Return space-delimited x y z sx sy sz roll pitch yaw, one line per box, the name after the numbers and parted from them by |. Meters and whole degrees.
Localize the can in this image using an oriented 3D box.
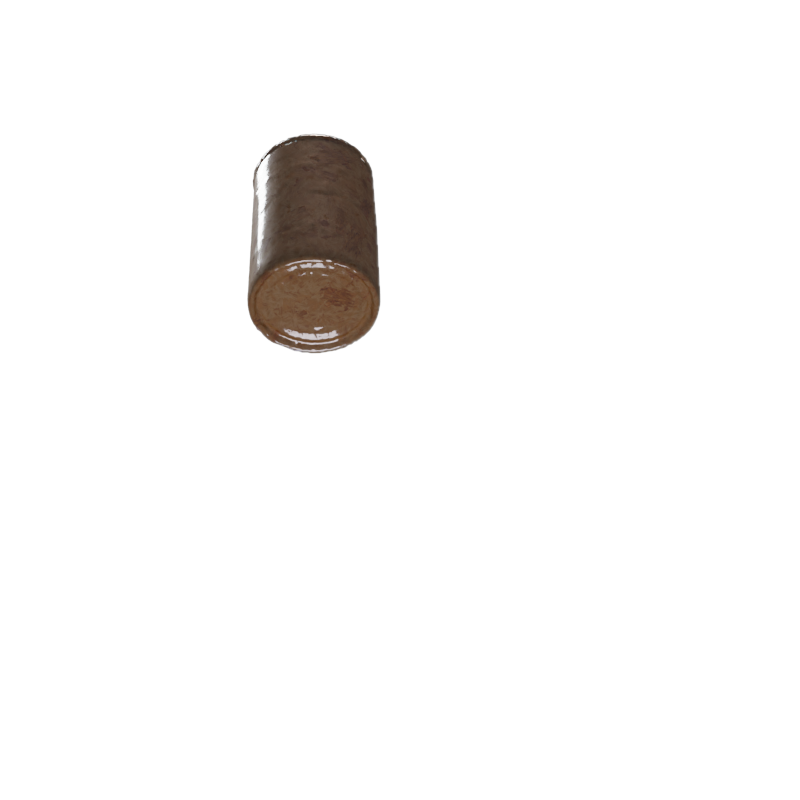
-0.046 -0.084 0.585 0.068 0.064 0.110 -1 45 -3 | can
